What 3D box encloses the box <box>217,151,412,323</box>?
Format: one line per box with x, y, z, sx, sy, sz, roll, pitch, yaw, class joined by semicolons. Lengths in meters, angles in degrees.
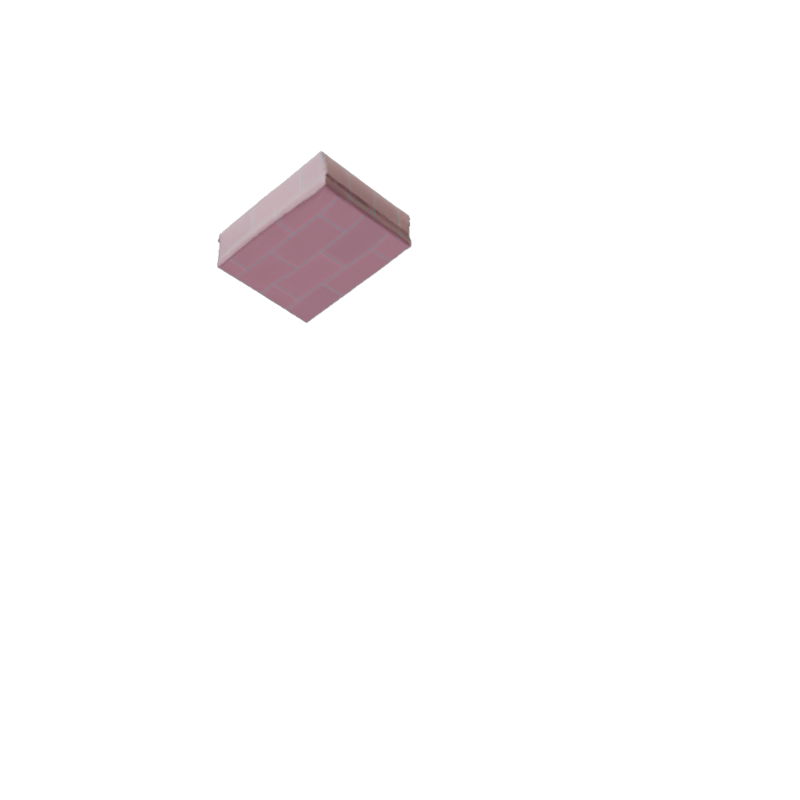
-0.062;-0.113;0.794;0.113;0.042;0.084;-32;-49;32;box
